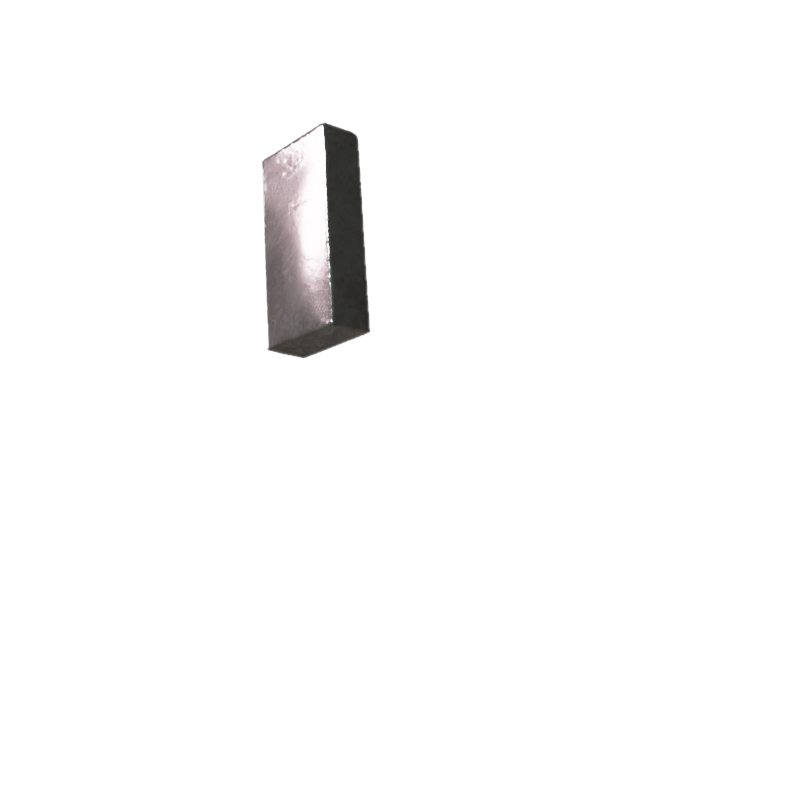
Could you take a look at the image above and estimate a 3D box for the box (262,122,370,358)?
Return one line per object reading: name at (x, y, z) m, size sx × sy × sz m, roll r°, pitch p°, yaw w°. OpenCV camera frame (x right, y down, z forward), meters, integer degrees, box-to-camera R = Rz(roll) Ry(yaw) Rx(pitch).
box at (-0.072, -0.132, 0.925) m, size 0.045 × 0.185 × 0.094 m, roll 15°, pitch -25°, yaw -38°
